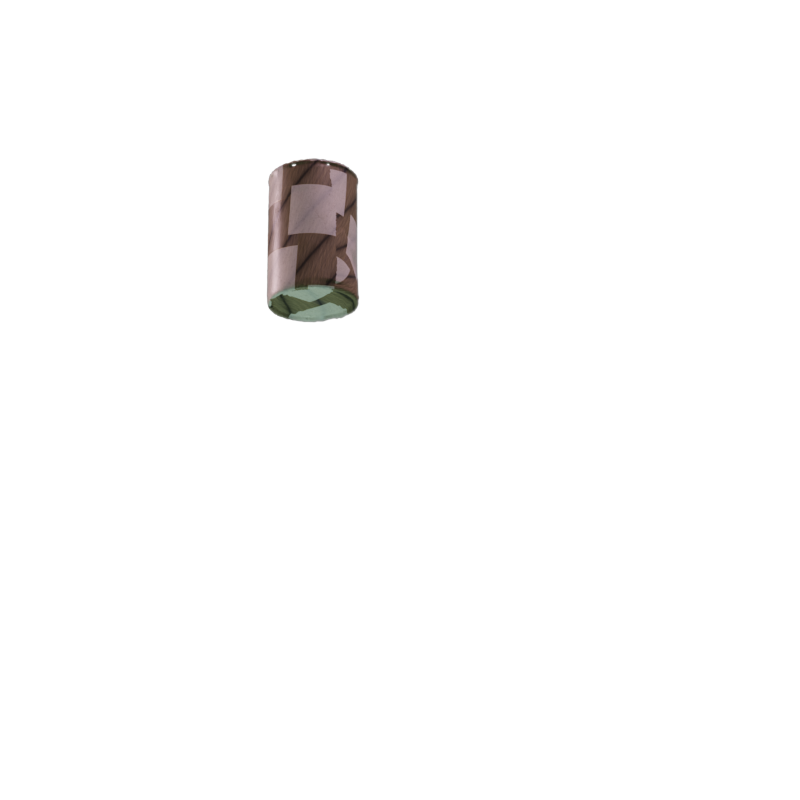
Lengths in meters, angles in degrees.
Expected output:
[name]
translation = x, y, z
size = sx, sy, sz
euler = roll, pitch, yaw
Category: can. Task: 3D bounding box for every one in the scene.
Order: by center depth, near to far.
[can]
translation = -0.064, -0.116, 0.813
size = 0.068, 0.108, 0.065
euler = 0, -23, -2
